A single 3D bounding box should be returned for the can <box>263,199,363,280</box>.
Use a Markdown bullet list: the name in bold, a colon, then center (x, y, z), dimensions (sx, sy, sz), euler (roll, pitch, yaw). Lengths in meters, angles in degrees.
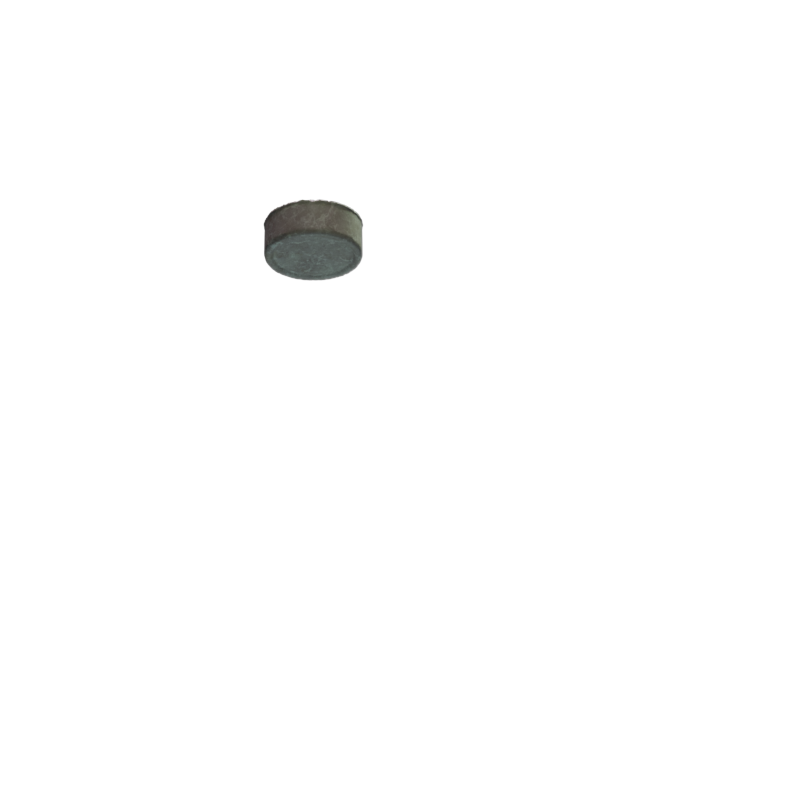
- **can**: center (-0.074, -0.136, 0.951), dimensions (0.086, 0.036, 0.081), euler (1, -24, -2)
